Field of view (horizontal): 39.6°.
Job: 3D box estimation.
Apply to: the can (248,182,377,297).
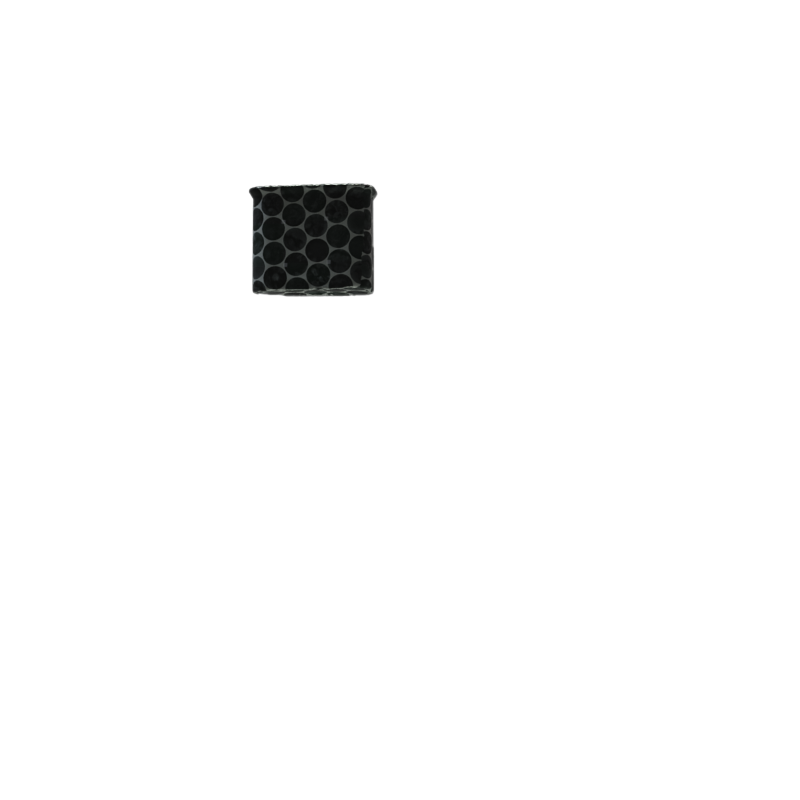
[{"bbox_3d":[-0.070,-0.127,0.891,0.103,0.085,0.056,-1,-6,8],"label":"can"}]
